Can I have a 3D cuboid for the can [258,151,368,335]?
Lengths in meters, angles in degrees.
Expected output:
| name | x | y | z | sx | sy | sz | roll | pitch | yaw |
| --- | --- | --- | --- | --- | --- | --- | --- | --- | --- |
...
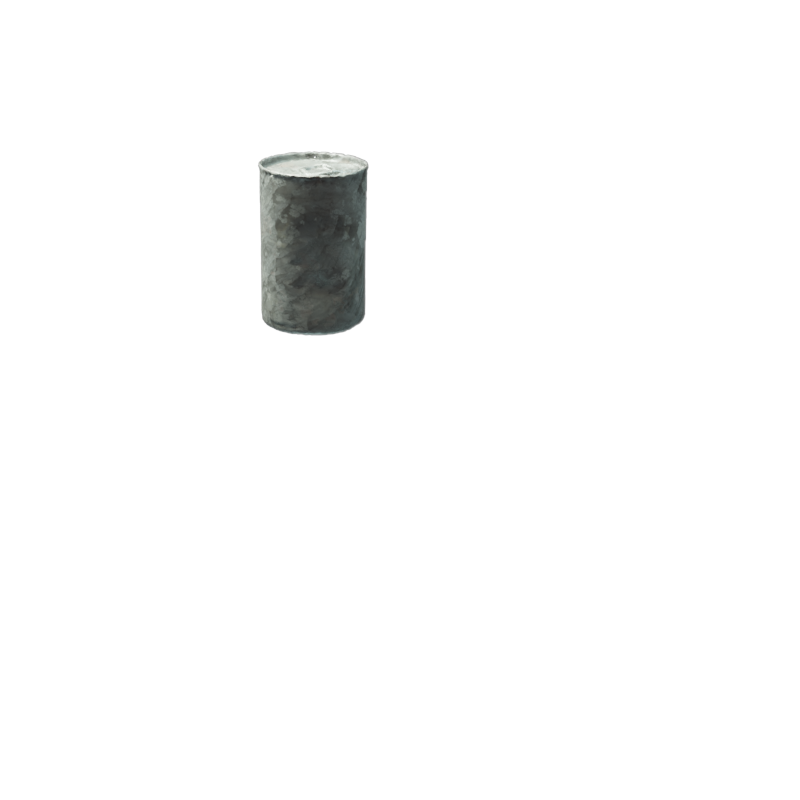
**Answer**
| name | x | y | z | sx | sy | sz | roll | pitch | yaw |
| --- | --- | --- | --- | --- | --- | --- | --- | --- | --- |
| can | -0.055 | -0.100 | 0.697 | 0.068 | 0.098 | 0.072 | 0 | 20 | -2 |
